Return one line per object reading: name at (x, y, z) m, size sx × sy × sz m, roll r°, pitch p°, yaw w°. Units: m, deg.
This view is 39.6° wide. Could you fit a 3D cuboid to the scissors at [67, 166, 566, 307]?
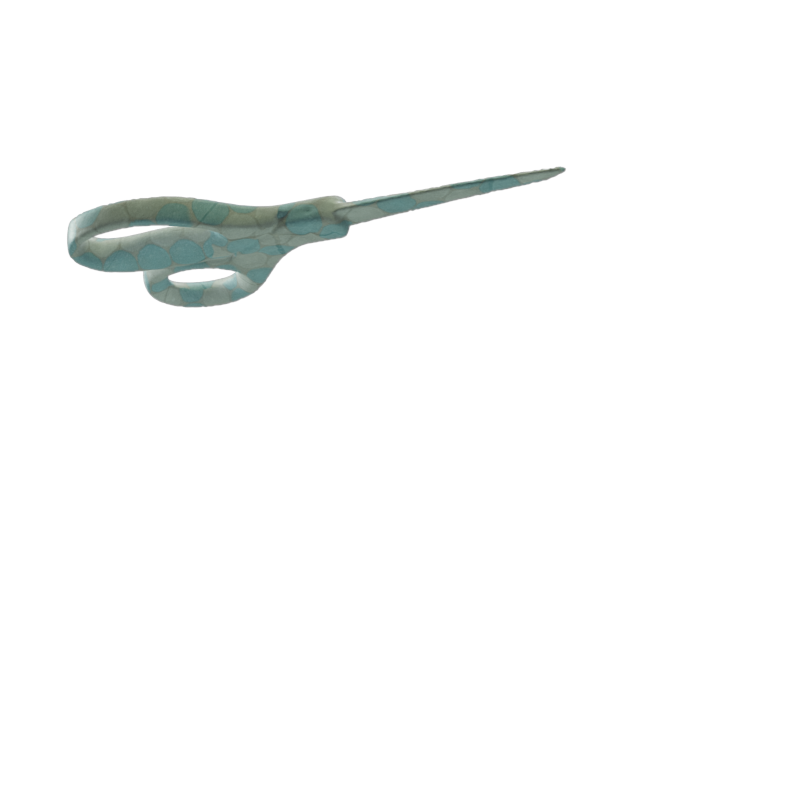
scissors at (-0.036, -0.066, 0.462) m, size 0.203 × 0.017 × 0.091 m, roll -2°, pitch -19°, yaw 7°
